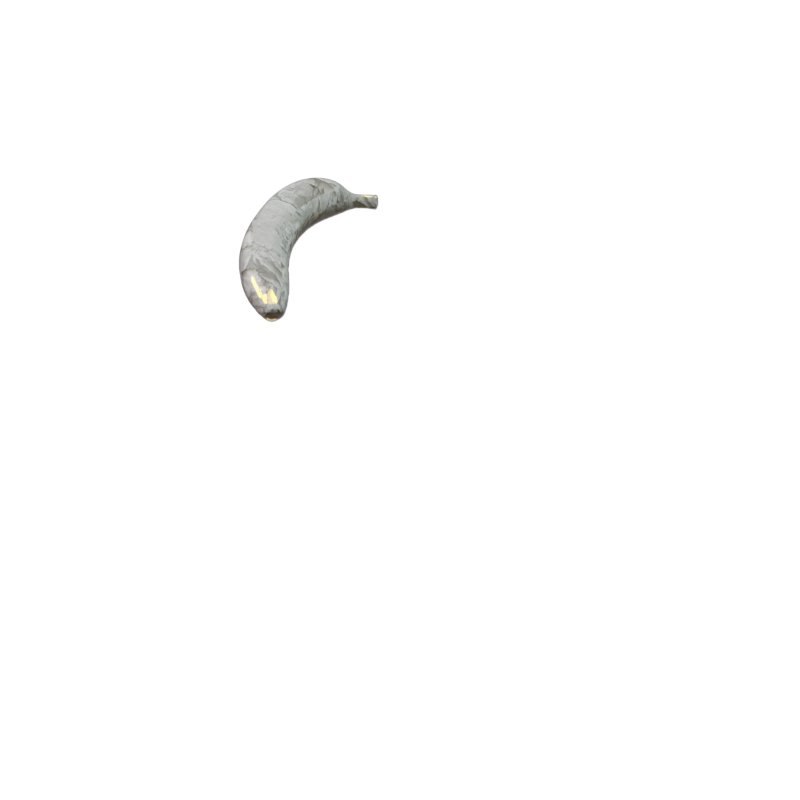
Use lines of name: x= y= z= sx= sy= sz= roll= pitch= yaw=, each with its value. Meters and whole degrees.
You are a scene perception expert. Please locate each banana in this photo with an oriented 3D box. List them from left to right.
banana: x=-0.081 y=-0.125 z=0.835 sx=0.072 sy=0.034 sz=0.204 roll=12 pitch=38 yaw=16
